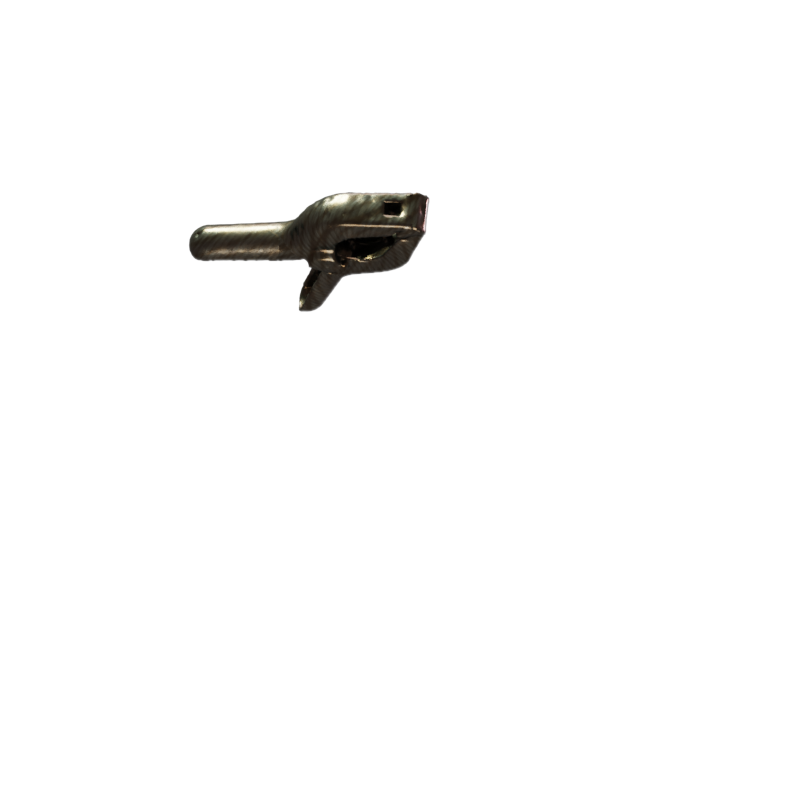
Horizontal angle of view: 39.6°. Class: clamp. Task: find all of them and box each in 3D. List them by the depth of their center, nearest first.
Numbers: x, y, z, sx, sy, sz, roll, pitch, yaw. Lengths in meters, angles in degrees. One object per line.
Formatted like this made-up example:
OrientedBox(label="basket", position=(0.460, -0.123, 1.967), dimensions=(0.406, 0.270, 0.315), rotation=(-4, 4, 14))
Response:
OrientedBox(label="clamp", position=(-0.058, -0.106, 0.743), dimensions=(0.114, 0.041, 0.172), rotation=(15, -24, -37))
